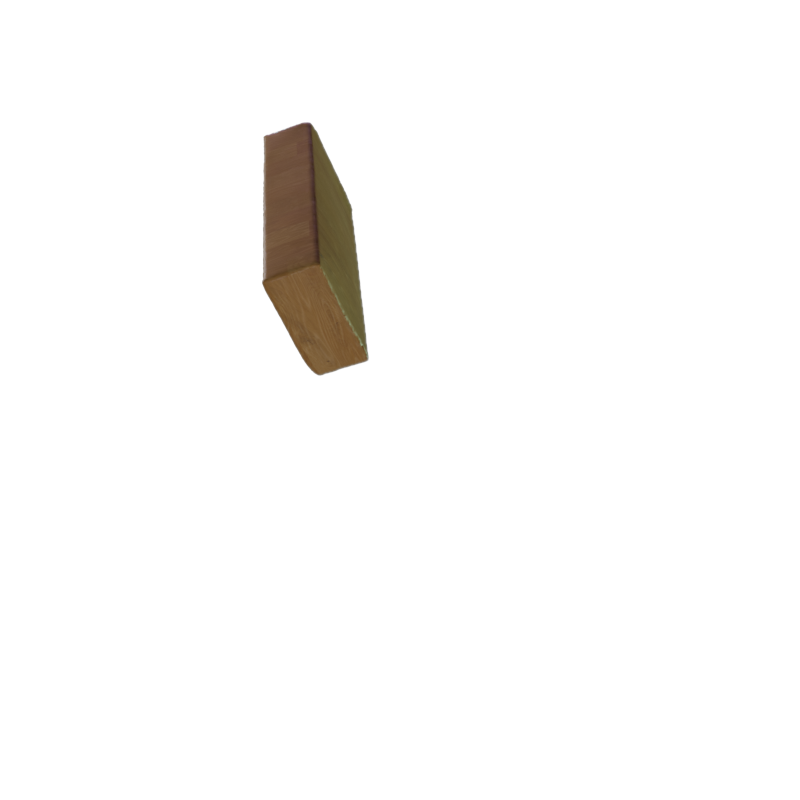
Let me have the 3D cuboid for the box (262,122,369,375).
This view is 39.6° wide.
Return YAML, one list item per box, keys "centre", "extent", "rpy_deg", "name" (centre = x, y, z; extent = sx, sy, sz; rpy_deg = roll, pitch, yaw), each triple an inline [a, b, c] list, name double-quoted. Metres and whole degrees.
- centre: [-0.061, -0.111, 0.779]
  extent: [0.048, 0.086, 0.189]
  rpy_deg: [-17, 41, 11]
  name: "box"
